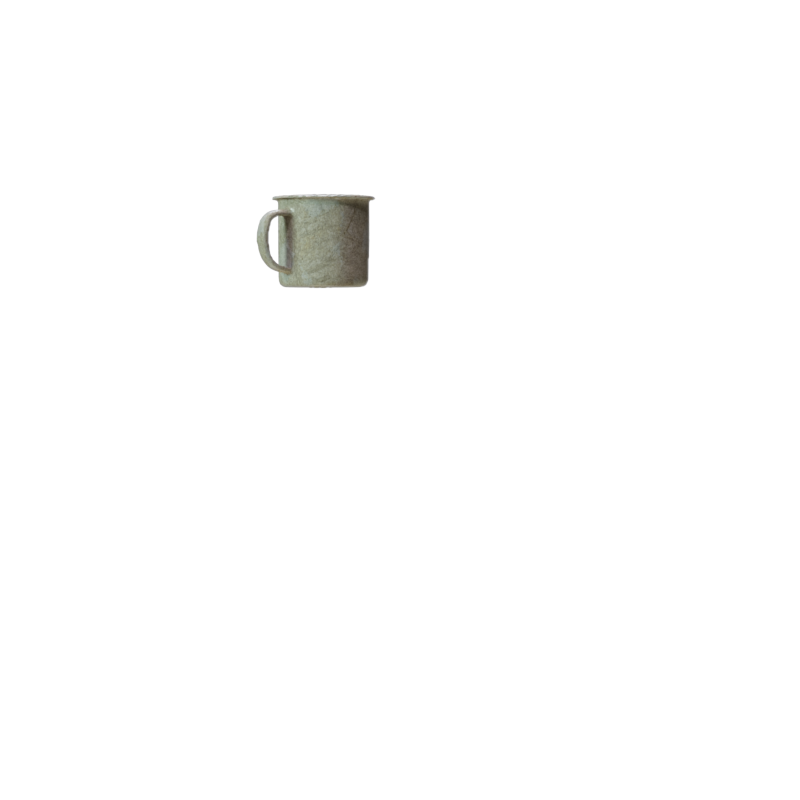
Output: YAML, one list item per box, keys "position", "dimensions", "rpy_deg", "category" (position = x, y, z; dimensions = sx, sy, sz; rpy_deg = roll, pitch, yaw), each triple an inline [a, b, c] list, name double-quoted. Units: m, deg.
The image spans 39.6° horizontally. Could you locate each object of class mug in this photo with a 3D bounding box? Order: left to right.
- position: [-0.078, -0.142, 0.994]
  dimensions: [0.113, 0.081, 0.097]
  rpy_deg: [-4, 6, -42]
  category: "mug"
